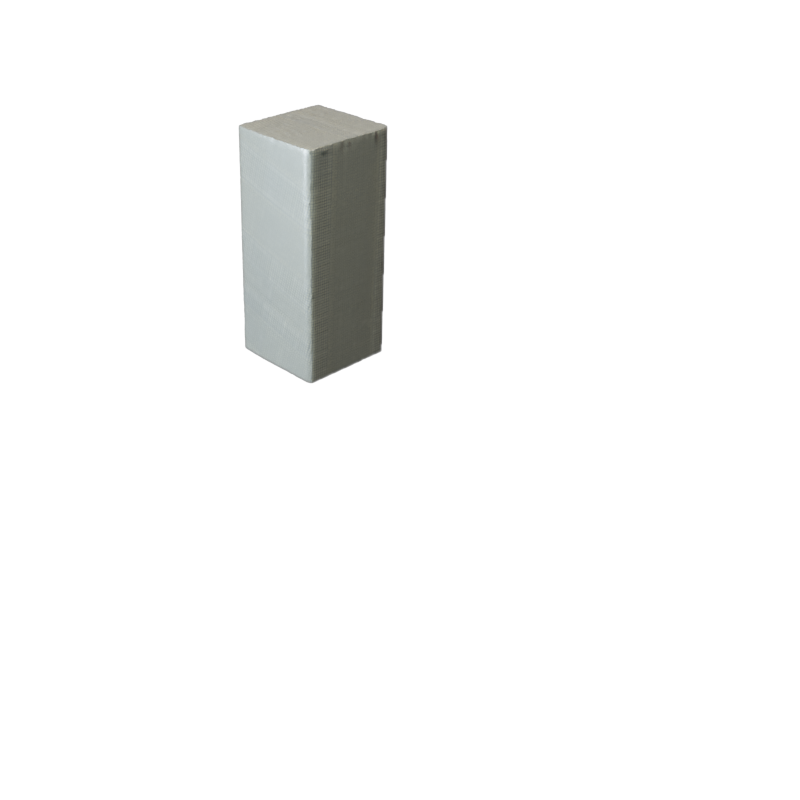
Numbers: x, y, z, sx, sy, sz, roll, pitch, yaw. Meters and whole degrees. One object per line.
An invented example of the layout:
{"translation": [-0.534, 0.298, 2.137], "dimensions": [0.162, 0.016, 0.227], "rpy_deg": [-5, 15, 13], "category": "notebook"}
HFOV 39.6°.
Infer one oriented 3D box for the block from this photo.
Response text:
{"translation": [-0.073, -0.134, 0.937], "dimensions": [0.090, 0.195, 0.096], "rpy_deg": [-21, 34, -40], "category": "block"}
